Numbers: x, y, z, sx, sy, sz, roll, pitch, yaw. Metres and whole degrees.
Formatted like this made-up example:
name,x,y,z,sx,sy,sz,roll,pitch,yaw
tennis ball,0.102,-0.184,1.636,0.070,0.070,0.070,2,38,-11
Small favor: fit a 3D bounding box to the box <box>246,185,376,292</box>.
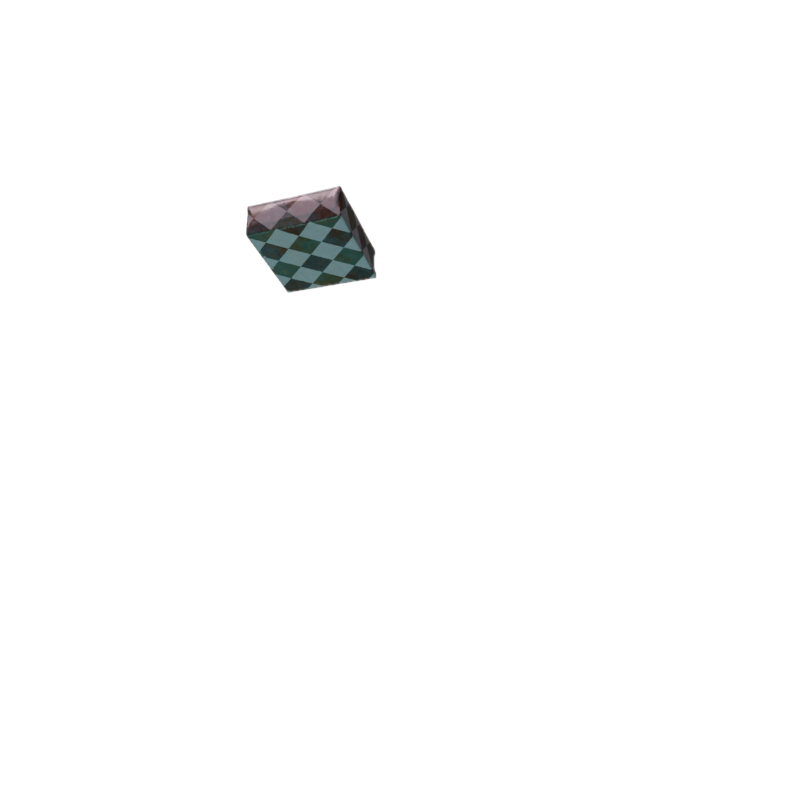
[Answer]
name,x,y,z,sx,sy,sz,roll,pitch,yaw
box,-0.065,-0.118,0.828,0.074,0.032,0.083,-9,-30,16
